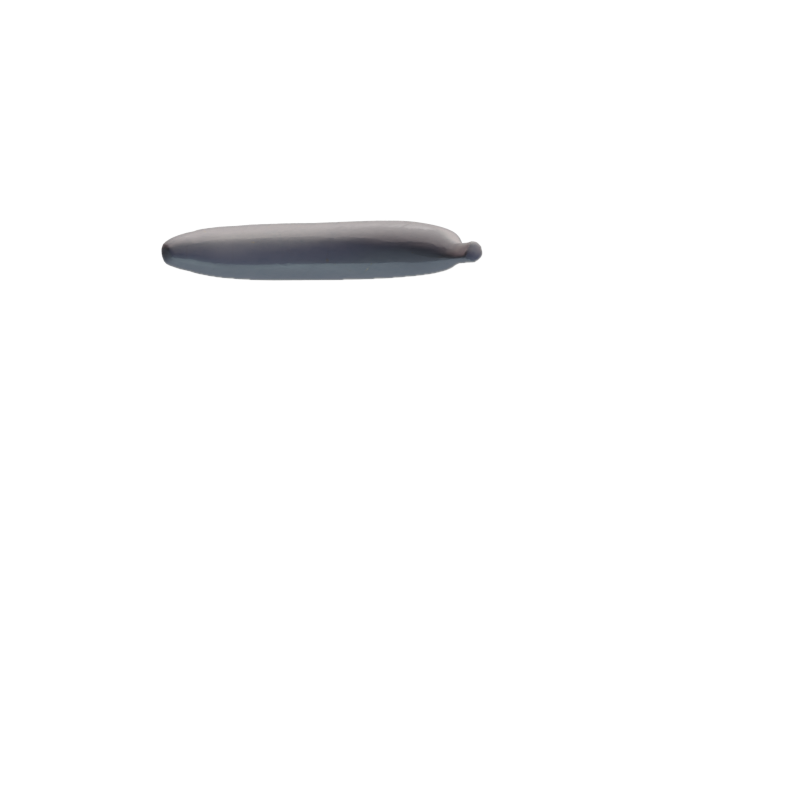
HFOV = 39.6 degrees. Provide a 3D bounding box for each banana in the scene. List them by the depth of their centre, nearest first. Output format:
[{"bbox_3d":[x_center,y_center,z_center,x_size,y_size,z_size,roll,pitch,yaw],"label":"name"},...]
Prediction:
[{"bbox_3d":[-0.048,-0.096,0.700,0.200,0.038,0.067,-1,-6,10],"label":"banana"}]
